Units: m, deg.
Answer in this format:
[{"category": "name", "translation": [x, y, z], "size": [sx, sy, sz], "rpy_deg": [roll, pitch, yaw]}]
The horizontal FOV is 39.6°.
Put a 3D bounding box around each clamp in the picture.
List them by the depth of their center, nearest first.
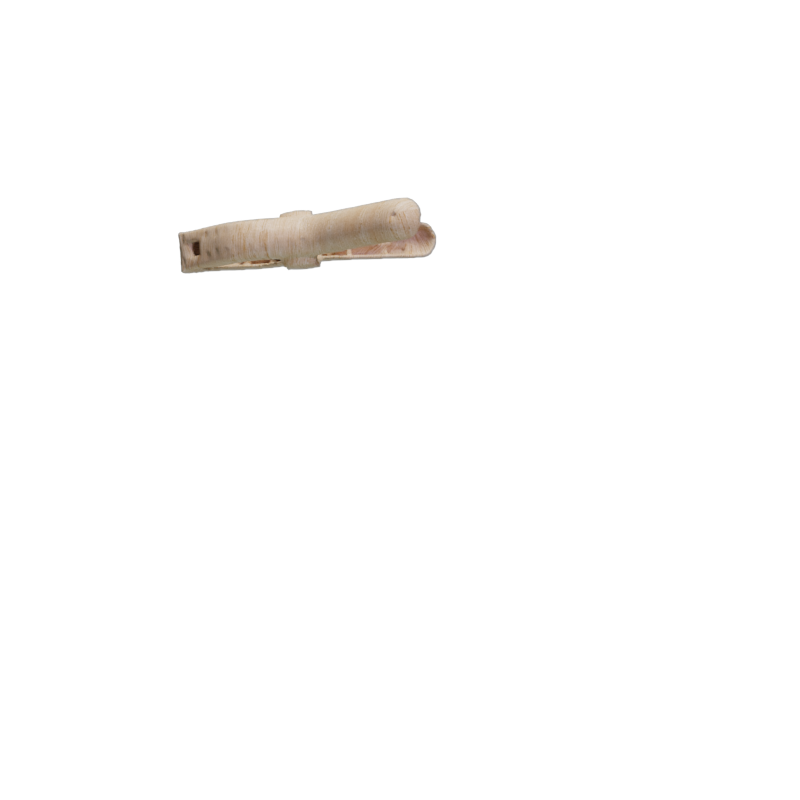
[{"category": "clamp", "translation": [-0.057, -0.104, 0.729], "size": [0.175, 0.040, 0.115], "rpy_deg": [-2, -6, 18]}]
